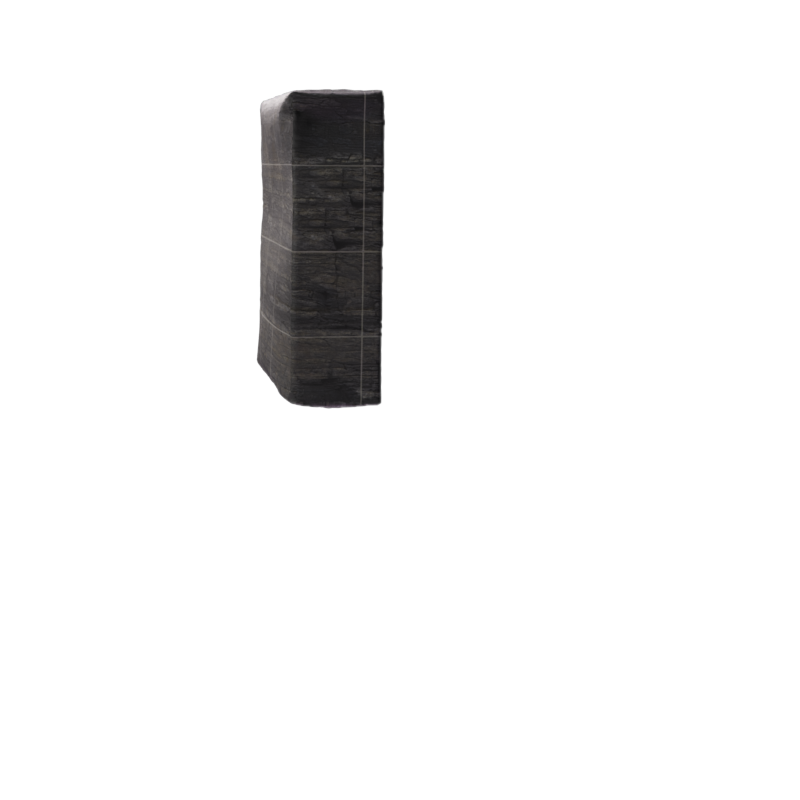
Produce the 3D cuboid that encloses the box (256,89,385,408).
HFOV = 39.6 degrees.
[{"bbox_3d":[-0.063,-0.116,0.810,0.071,0.211,0.169,-1,8,-14],"label":"box"}]
